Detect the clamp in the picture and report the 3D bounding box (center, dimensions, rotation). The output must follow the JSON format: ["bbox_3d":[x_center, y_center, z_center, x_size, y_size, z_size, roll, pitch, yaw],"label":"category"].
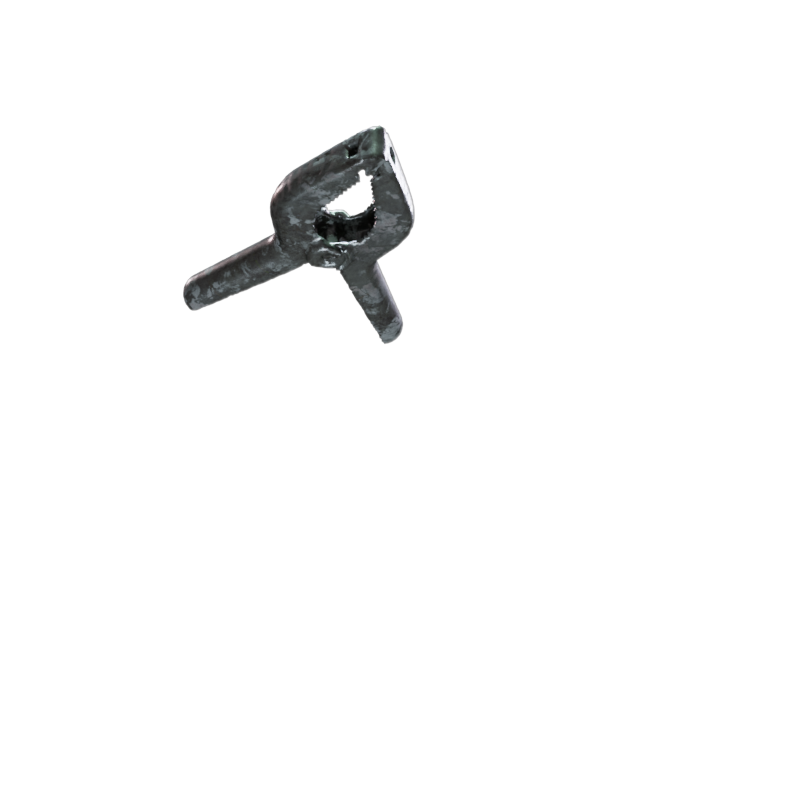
[{"bbox_3d":[-0.059,-0.107,0.747,0.162,0.039,0.199,6,-32,-10],"label":"clamp"}]
